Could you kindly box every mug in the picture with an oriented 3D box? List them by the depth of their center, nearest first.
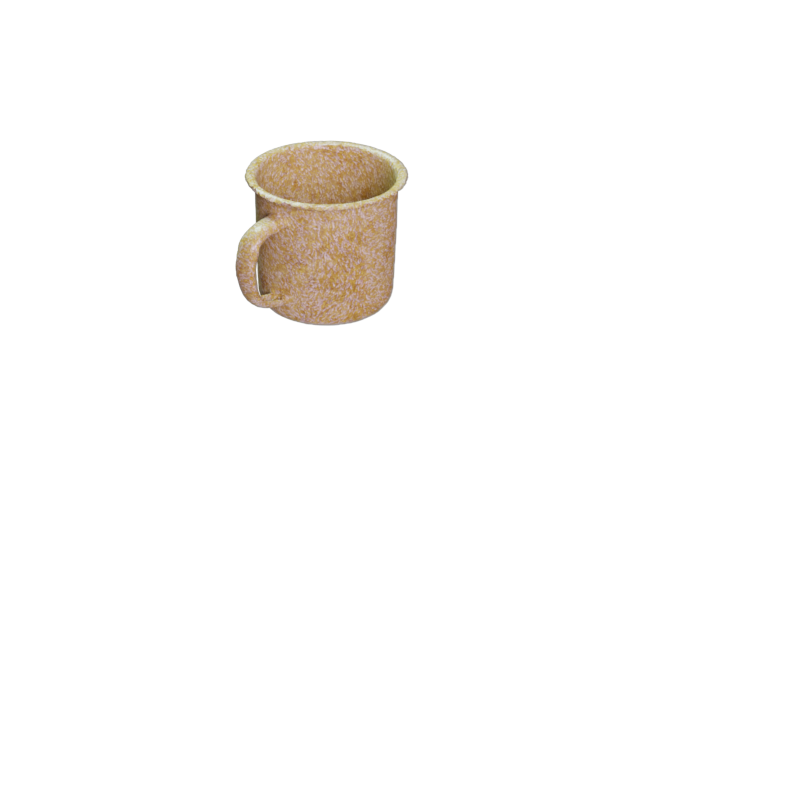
[{"bbox_3d":[-0.050,-0.092,0.642,0.098,0.077,0.118,22,38,29],"label":"mug"}]
